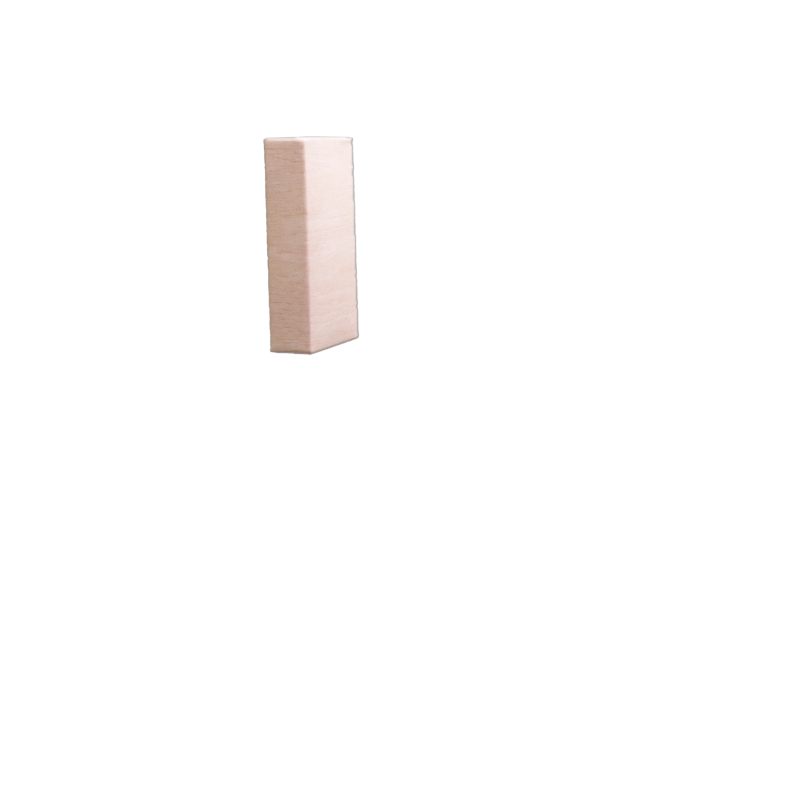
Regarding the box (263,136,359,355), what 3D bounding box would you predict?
[{"bbox_3d":[-0.073,-0.133,0.931,0.050,0.173,0.092,3,8,25],"label":"box"}]
